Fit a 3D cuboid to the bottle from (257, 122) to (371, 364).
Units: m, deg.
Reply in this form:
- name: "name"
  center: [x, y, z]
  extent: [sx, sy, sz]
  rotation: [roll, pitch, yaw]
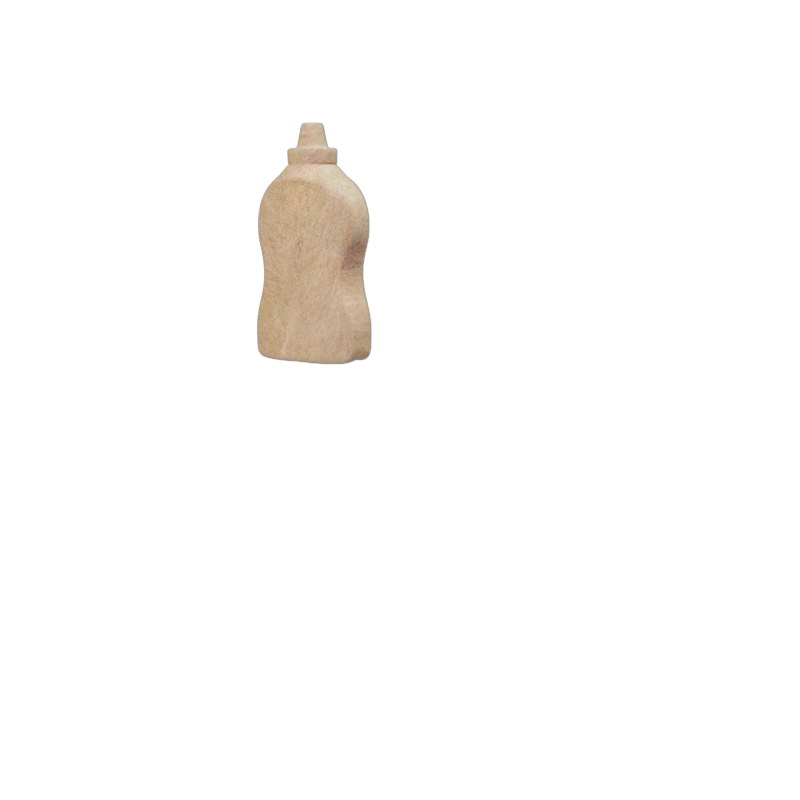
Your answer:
- name: "bottle"
  center: [-0.071, -0.128, 0.899]
  extent: [0.100, 0.191, 0.056]
  rotation: [2, 3, 34]
